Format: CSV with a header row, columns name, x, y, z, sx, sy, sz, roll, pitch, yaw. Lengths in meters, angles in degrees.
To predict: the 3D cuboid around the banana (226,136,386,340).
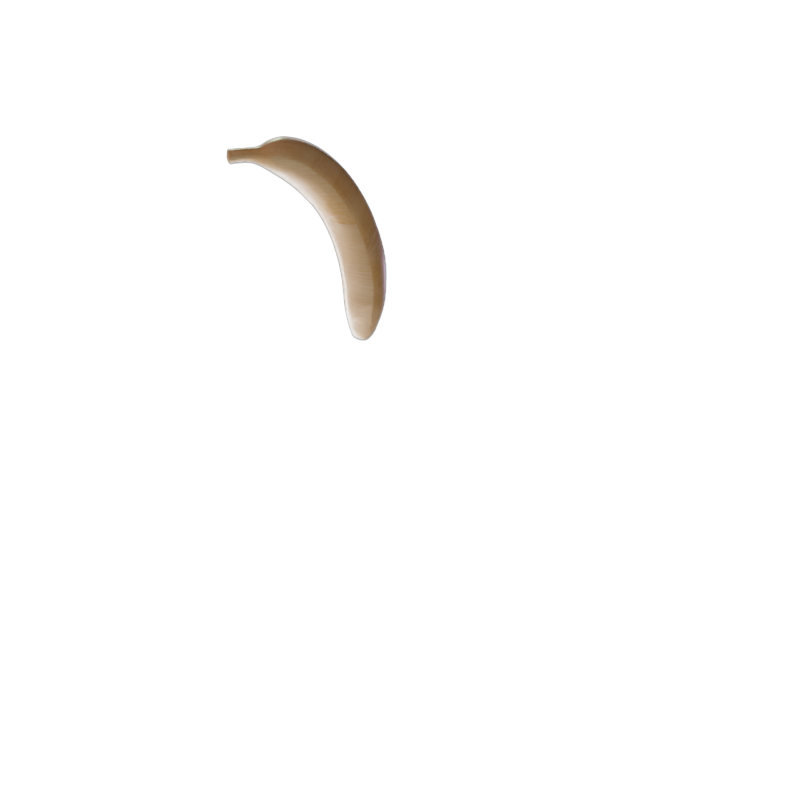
name,x,y,z,sx,sy,sz,roll,pitch,yaw
banana,-0.054,-0.135,0.861,0.069,0.187,0.039,-29,24,14
